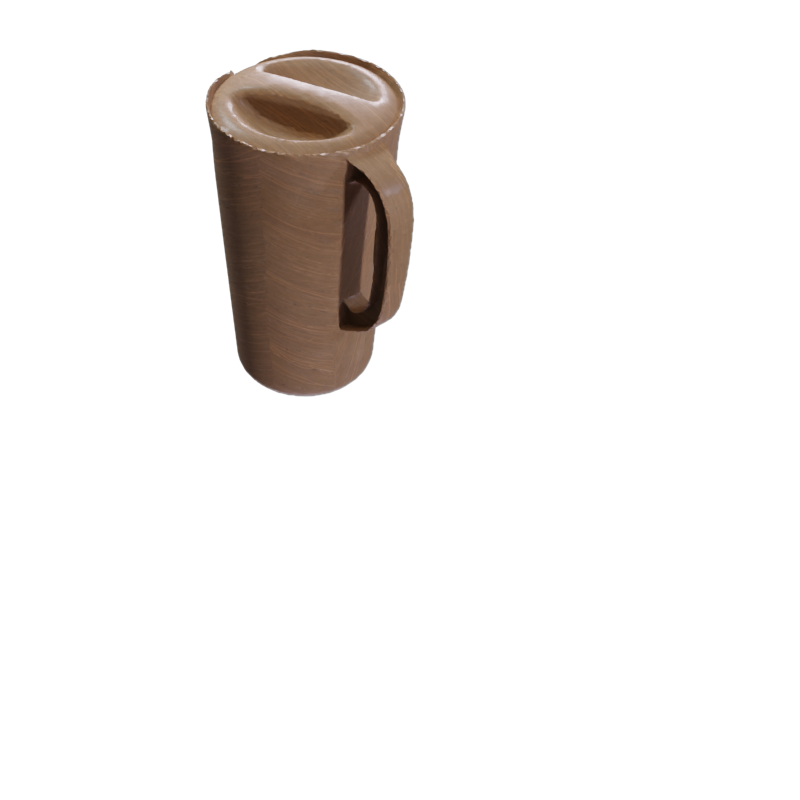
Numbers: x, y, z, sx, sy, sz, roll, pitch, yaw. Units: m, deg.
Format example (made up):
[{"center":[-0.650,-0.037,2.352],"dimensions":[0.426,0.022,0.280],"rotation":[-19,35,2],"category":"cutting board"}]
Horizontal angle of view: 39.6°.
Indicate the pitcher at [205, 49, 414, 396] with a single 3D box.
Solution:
[{"center":[-0.063,-0.114,0.798],"dimensions":[0.146,0.226,0.159],"rotation":[6,42,3],"category":"pitcher"}]
